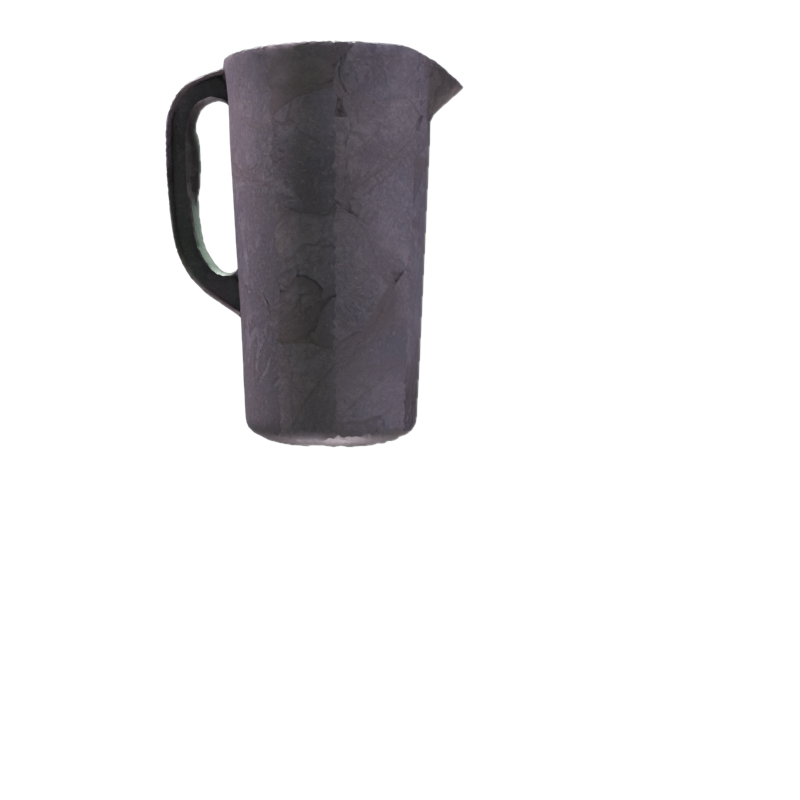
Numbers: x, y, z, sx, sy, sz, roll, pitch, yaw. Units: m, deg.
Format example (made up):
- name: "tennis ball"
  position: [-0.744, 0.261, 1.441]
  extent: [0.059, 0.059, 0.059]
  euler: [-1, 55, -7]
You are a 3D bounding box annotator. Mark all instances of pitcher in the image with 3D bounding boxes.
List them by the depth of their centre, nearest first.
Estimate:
- name: "pitcher"
  position: [-0.055, -0.100, 0.700]
  extent: [0.140, 0.243, 0.155]
  euler: [-1, 3, -38]
